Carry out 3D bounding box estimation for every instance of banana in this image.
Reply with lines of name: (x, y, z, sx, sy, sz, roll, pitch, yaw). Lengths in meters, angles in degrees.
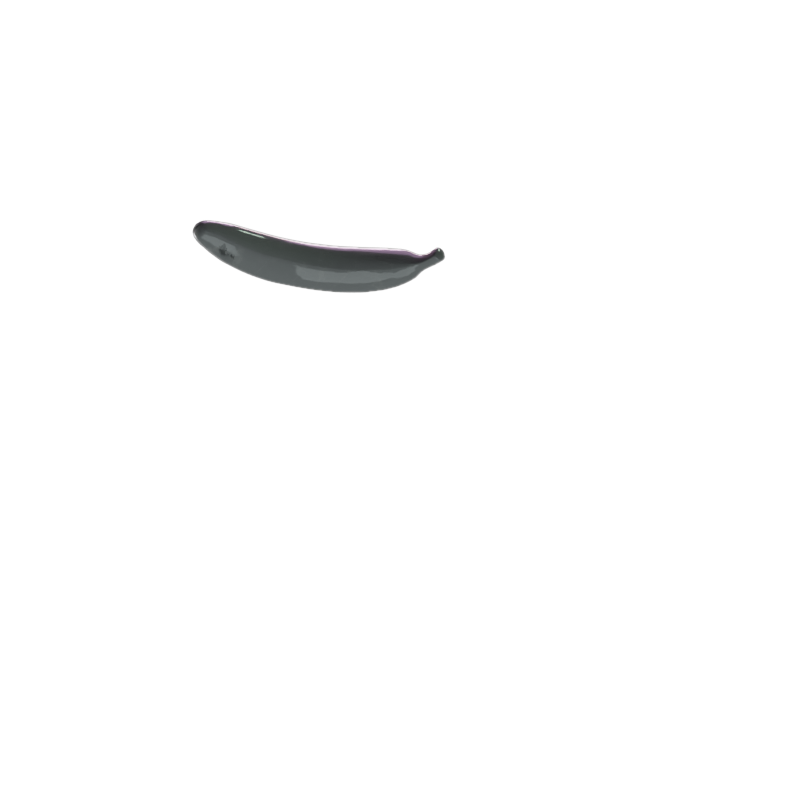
banana: (-0.068, -0.116, 0.891, 0.196, 0.039, 0.066, 4, -33, -6)
